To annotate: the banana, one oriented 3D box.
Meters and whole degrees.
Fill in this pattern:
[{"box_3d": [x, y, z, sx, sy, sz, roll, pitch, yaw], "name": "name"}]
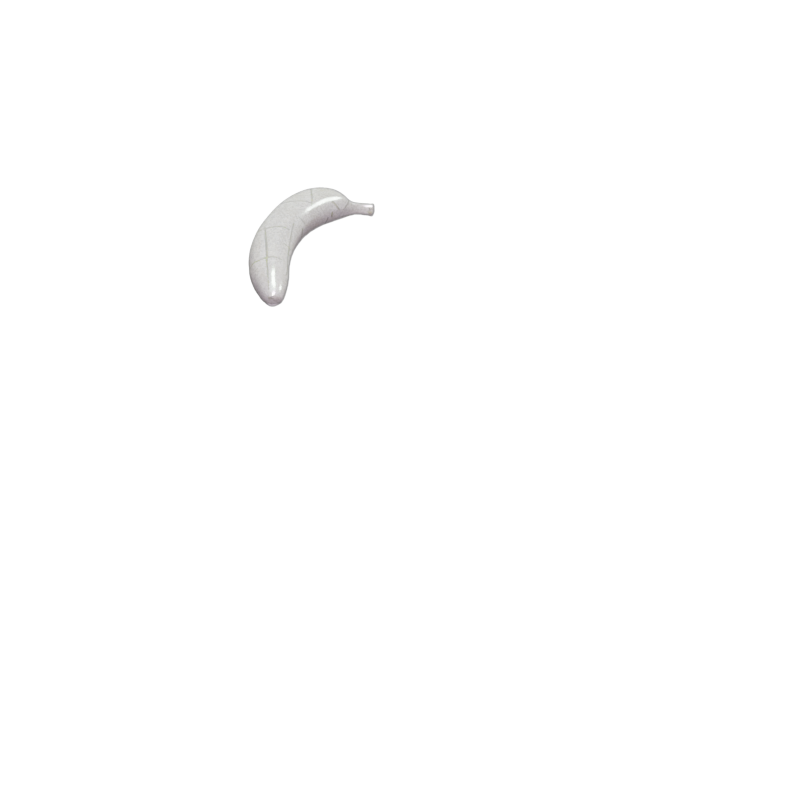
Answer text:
[{"box_3d": [-0.092, -0.147, 0.989, 0.072, 0.034, 0.203, 15, 38, 19], "name": "banana"}]
